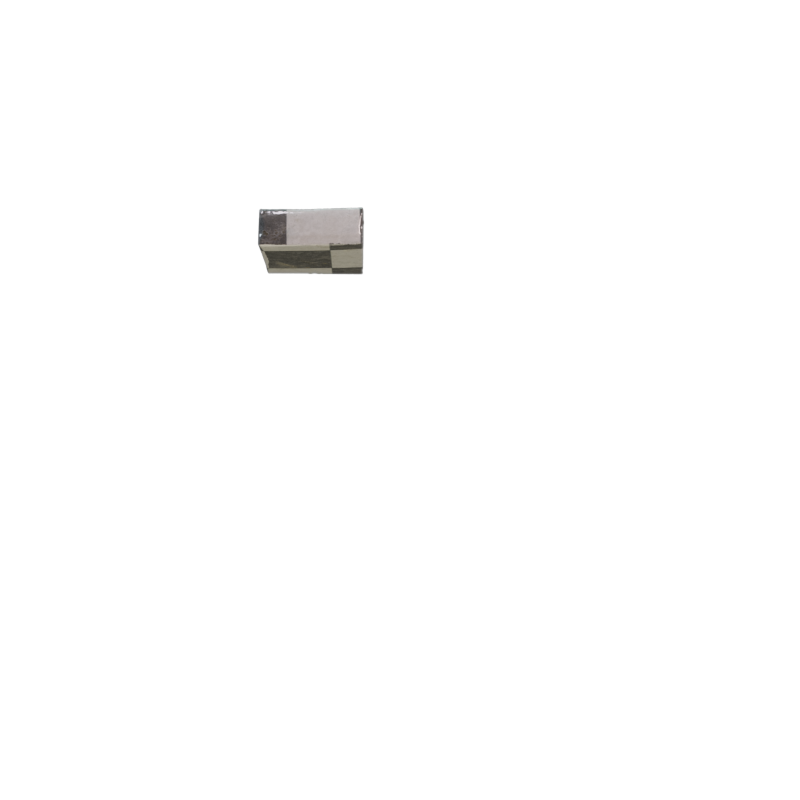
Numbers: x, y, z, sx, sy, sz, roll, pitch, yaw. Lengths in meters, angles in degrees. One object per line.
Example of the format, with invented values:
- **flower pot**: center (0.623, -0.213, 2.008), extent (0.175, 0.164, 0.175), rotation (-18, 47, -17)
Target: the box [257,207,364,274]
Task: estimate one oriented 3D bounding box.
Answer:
- **box**: center (-0.063, -0.115, 0.804), extent (0.073, 0.031, 0.087), rotation (0, -8, 0)
